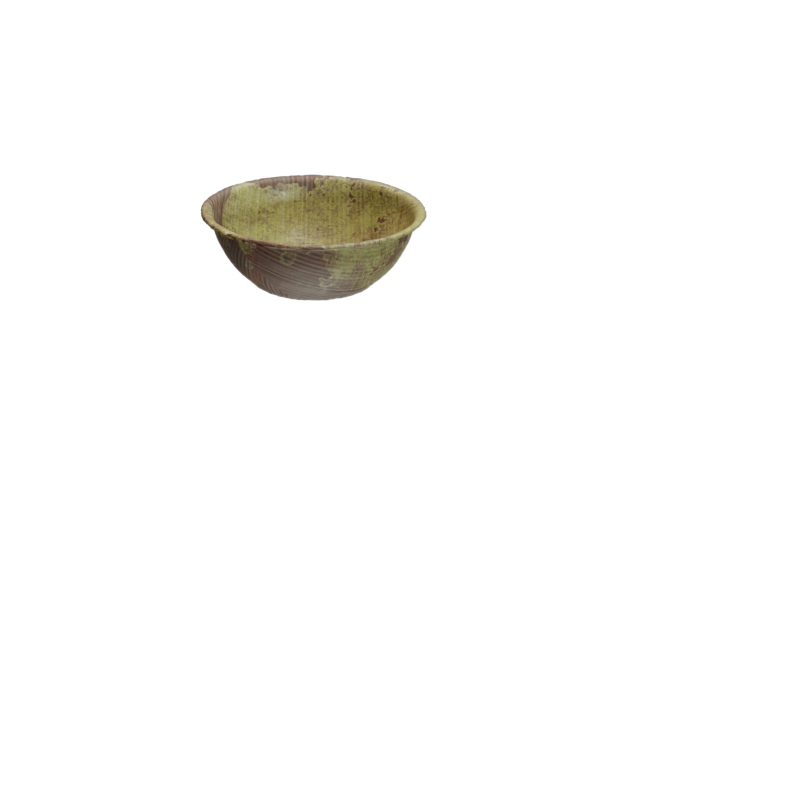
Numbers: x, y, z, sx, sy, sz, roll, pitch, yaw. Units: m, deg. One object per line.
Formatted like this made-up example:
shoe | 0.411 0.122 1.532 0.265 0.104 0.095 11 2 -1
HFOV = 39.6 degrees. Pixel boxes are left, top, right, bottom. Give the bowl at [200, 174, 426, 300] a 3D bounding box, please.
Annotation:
bowl | -0.063 -0.115 0.803 0.162 0.052 0.171 -1 27 -2
